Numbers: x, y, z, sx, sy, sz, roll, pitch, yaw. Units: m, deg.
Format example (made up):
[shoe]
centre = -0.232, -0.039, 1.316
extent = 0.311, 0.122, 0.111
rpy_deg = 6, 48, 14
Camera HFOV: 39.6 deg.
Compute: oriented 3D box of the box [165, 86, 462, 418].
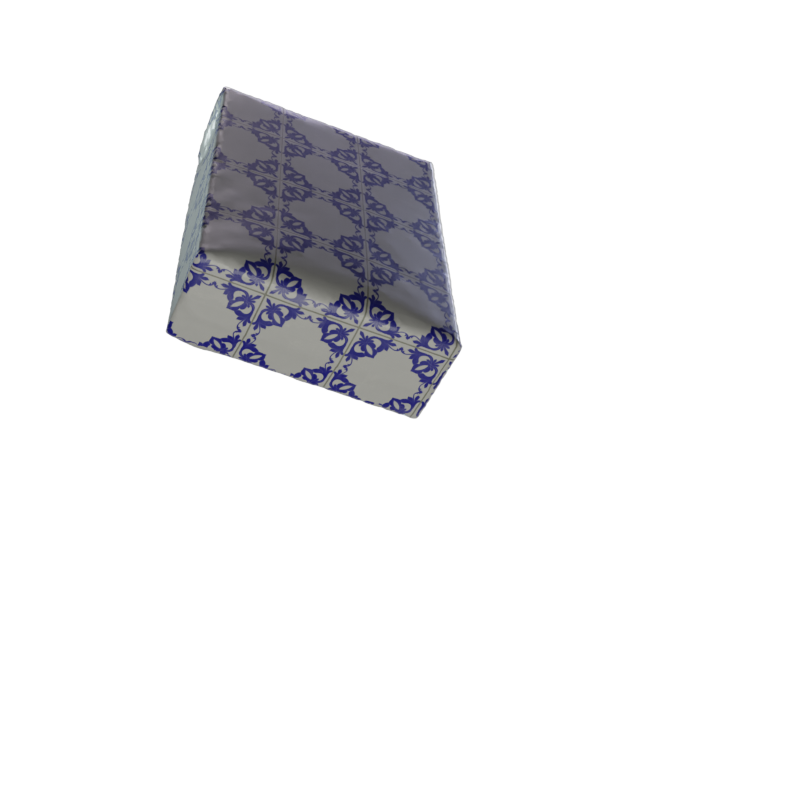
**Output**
[box]
centre = -0.056, -0.102, 0.717
extent = 0.160, 0.069, 0.229
rpy_deg = 17, 35, -15
